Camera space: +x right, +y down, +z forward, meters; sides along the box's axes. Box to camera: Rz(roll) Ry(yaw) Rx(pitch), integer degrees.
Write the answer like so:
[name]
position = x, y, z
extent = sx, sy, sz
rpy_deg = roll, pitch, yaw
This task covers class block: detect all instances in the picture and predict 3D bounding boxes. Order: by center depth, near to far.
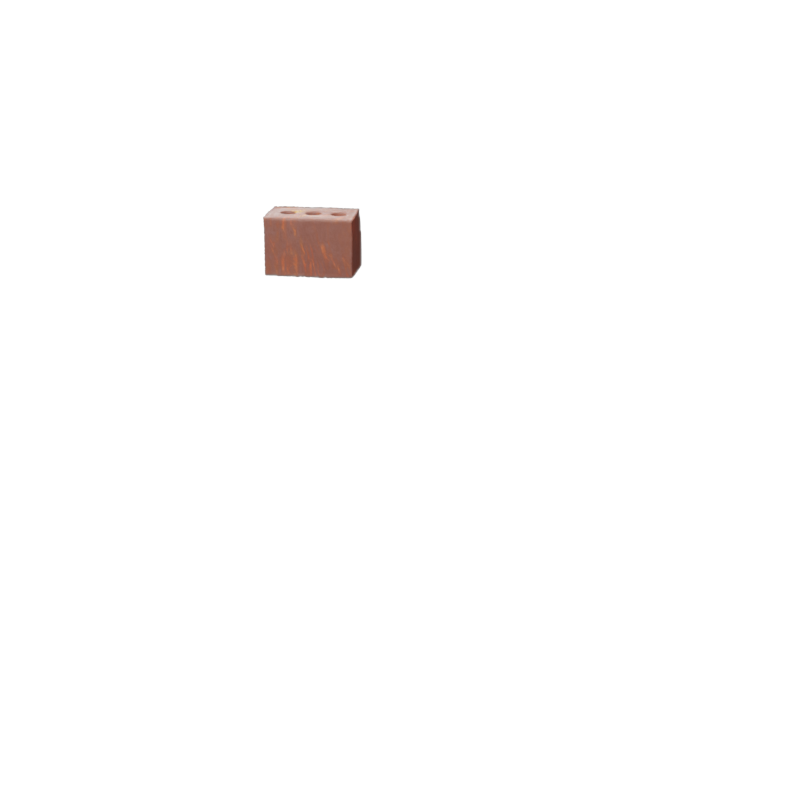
[block]
position = -0.074, -0.135, 0.947
extent = 0.079, 0.050, 0.054
rpy_deg = 3, 16, 7
